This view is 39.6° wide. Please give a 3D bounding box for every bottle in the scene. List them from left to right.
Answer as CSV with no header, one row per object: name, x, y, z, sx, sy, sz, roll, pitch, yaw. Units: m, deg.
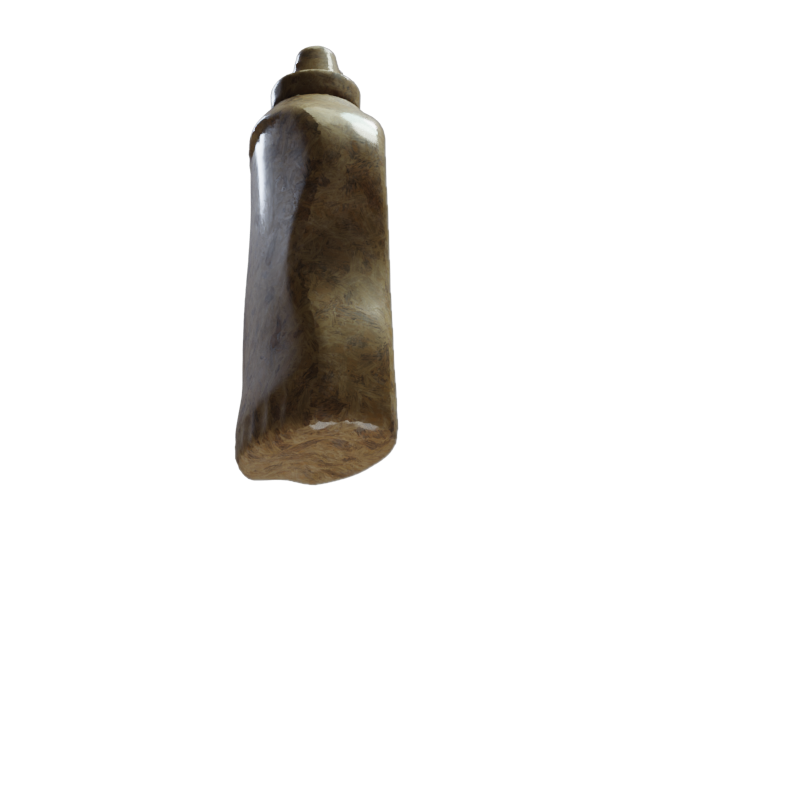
bottle,-0.037,-0.068,0.474,0.057,0.202,0.094,7,-24,-19
